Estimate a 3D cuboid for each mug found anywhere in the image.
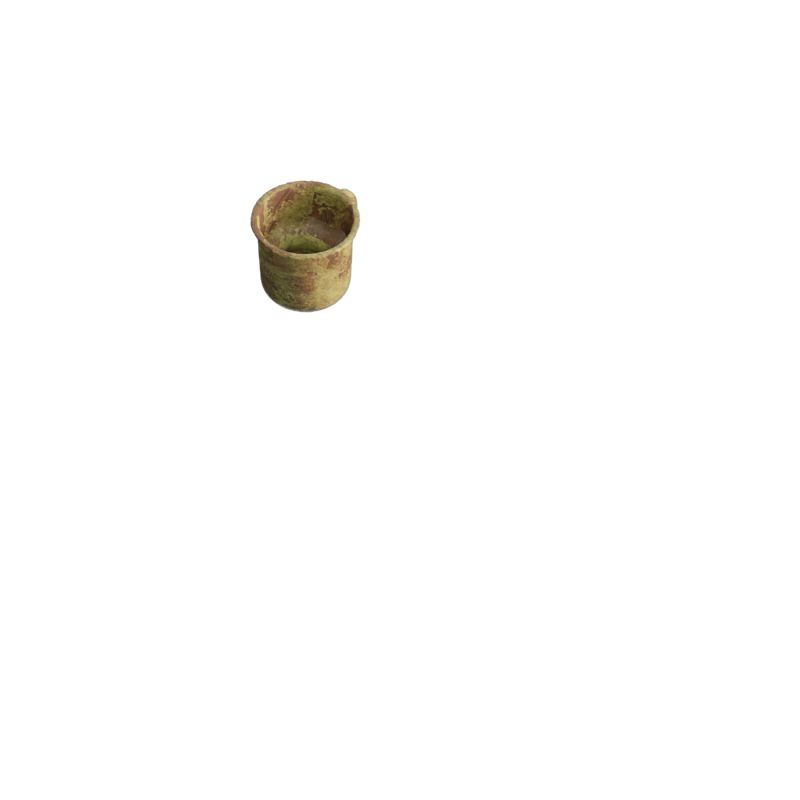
[{"bbox_3d":[-0.076,-0.139,0.975,0.097,0.120,0.076,27,-35,19],"label":"mug"}]
